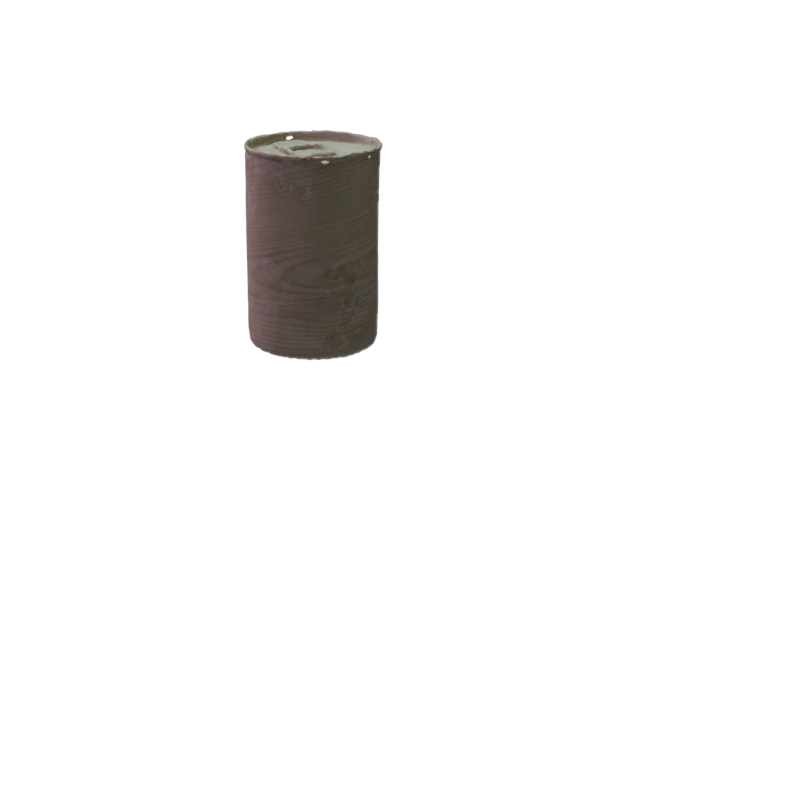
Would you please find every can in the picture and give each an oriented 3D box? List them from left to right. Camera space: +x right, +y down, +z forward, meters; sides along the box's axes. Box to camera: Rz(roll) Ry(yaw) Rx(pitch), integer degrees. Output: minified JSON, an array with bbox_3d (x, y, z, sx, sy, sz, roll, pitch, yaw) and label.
[{"bbox_3d":[-0.044,-0.079,0.556,0.068,0.098,0.072,0,19,-2],"label":"can"}]
